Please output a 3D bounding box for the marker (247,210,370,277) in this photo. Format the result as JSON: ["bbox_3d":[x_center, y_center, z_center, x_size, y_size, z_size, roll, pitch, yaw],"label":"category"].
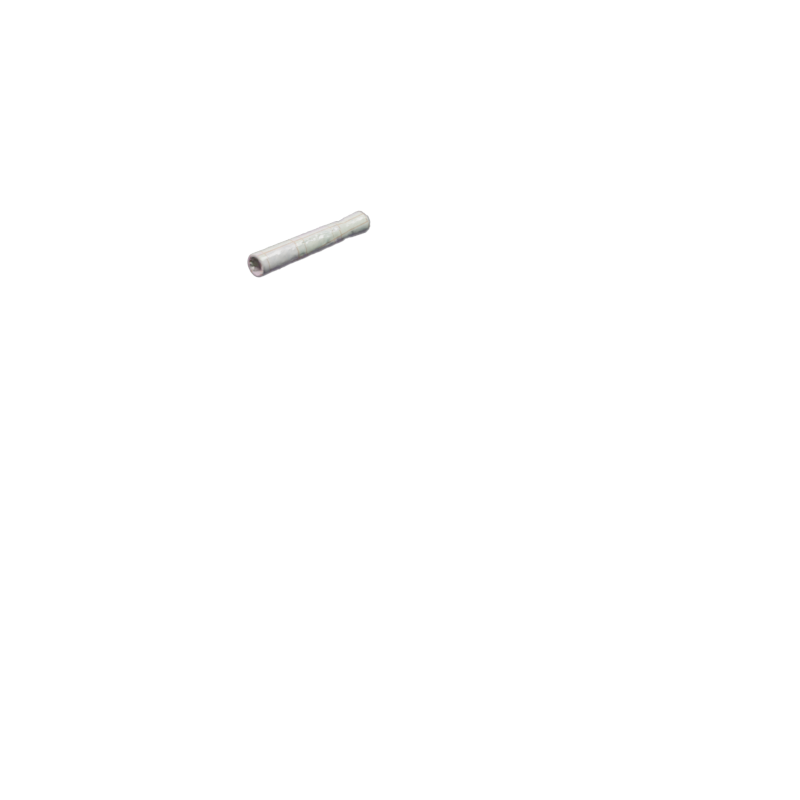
[{"bbox_3d":[-0.067,-0.122,0.856,0.021,0.019,0.120,4,25,45],"label":"marker"}]
